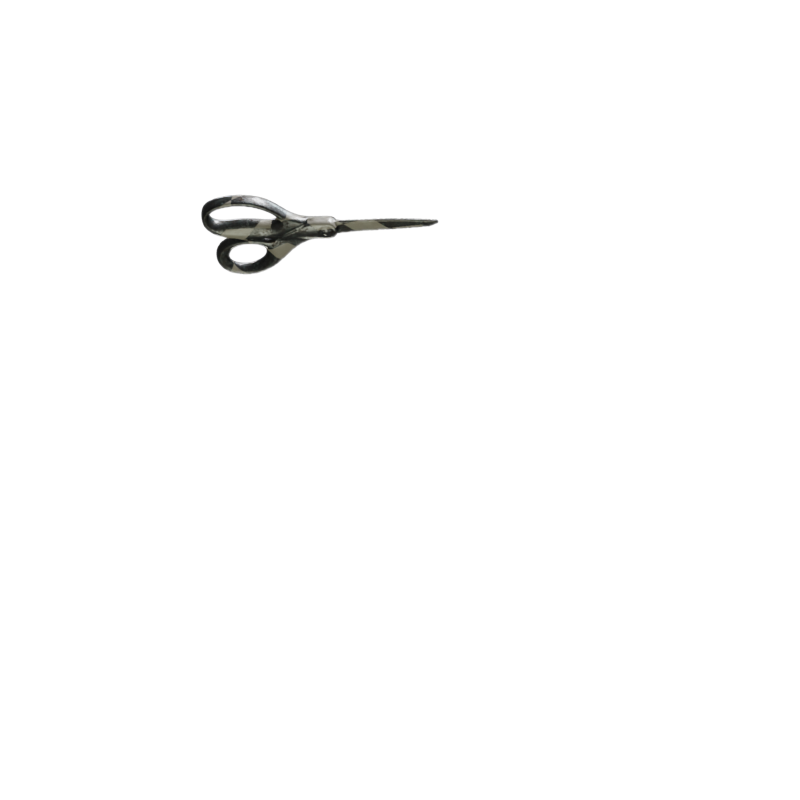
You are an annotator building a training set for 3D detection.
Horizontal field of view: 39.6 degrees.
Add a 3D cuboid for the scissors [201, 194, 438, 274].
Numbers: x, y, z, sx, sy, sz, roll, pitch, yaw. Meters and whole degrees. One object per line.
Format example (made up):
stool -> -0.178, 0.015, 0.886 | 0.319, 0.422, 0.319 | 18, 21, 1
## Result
scissors -> -0.076, -0.139, 0.974 | 0.199, 0.017, 0.091 | 8, -41, -9
